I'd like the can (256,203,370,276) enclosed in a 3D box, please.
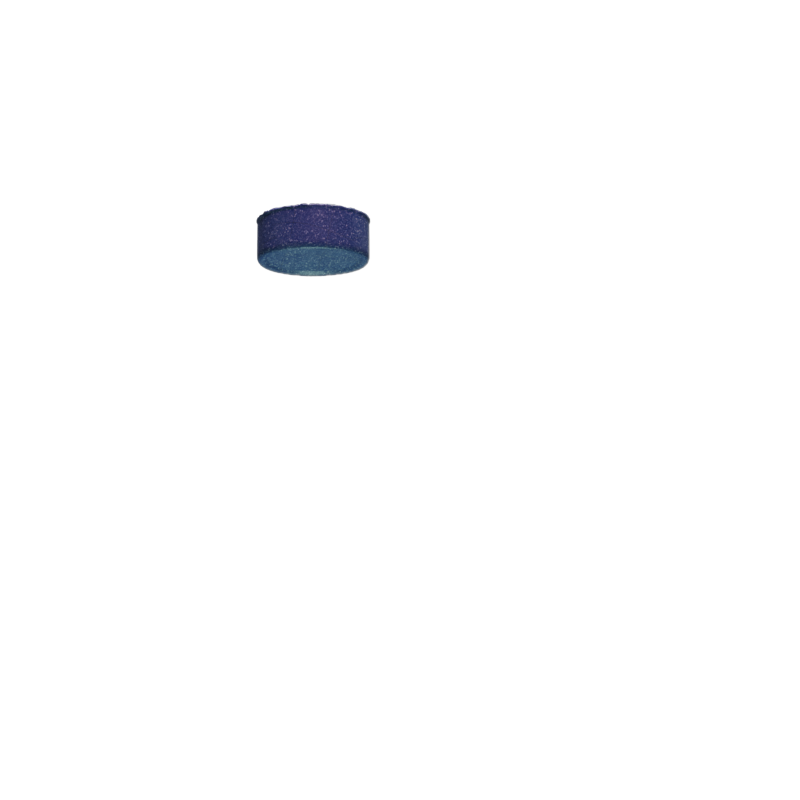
[{"bbox_3d":[-0.065,-0.119,0.831,0.086,0.035,0.083,0,-9,-2],"label":"can"}]
